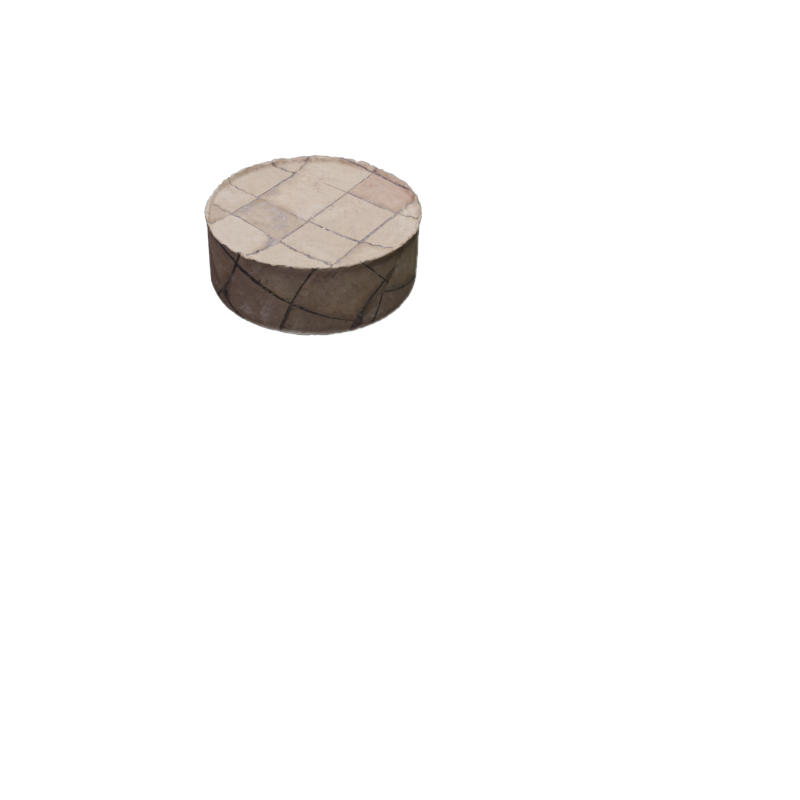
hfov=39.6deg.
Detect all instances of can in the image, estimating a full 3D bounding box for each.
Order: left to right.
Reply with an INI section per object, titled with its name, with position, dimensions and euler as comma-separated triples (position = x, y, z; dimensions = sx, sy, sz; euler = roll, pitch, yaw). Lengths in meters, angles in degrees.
[can]
position = -0.035, -0.064, 0.446
dimensions = 0.086, 0.031, 0.092
euler = -1, 38, -2
